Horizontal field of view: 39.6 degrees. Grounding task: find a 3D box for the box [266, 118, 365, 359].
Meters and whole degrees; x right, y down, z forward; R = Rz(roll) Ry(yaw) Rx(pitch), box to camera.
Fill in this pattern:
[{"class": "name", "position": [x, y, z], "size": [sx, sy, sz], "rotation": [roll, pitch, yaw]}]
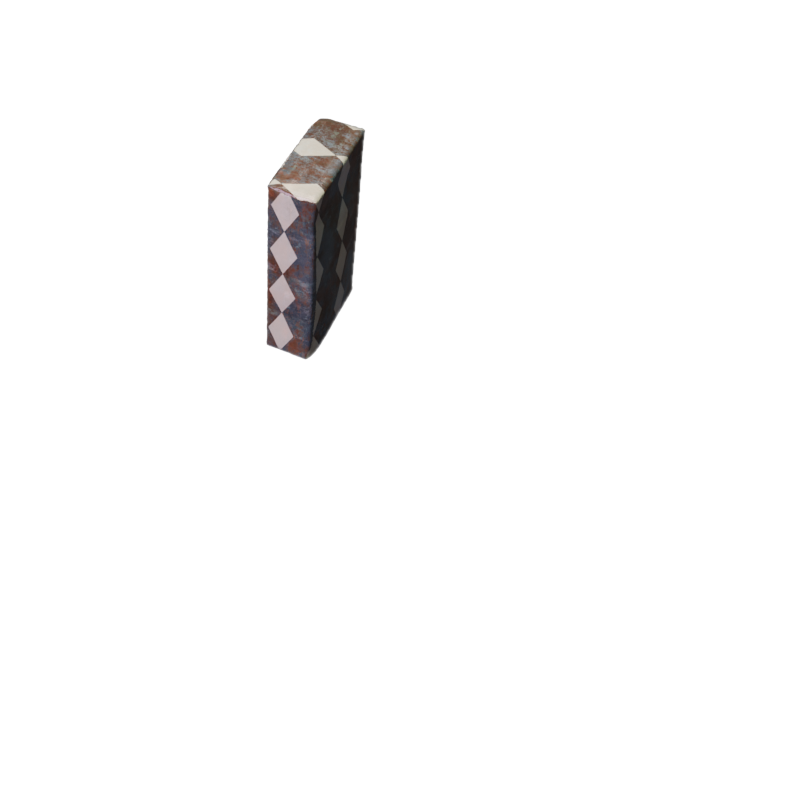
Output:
[{"class": "box", "position": [-0.068, -0.123, 0.863], "size": [0.049, 0.164, 0.097], "rotation": [18, 49, 12]}]
